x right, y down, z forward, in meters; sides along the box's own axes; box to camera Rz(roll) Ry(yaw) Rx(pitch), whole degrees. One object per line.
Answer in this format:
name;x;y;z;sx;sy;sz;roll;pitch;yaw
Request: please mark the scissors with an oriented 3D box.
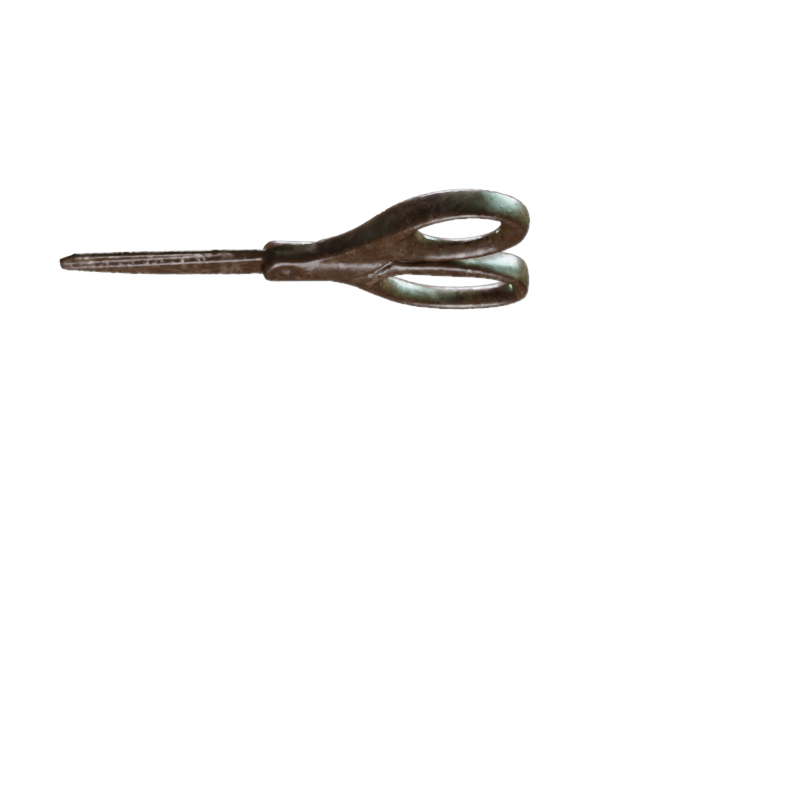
scissors;-0.036;-0.065;0.458;0.198;0.017;0.093;6;-24;-13
